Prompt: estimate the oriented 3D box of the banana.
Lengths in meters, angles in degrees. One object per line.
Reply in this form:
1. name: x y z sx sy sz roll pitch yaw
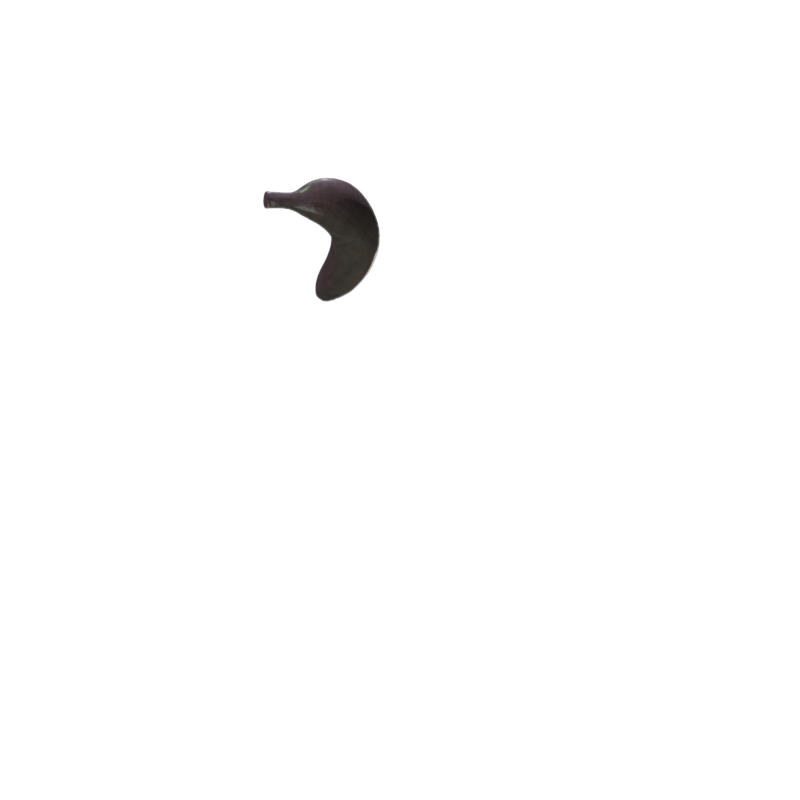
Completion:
1. banana: -0.049 -0.124 0.847 0.070 0.039 0.186 -3 -19 8
